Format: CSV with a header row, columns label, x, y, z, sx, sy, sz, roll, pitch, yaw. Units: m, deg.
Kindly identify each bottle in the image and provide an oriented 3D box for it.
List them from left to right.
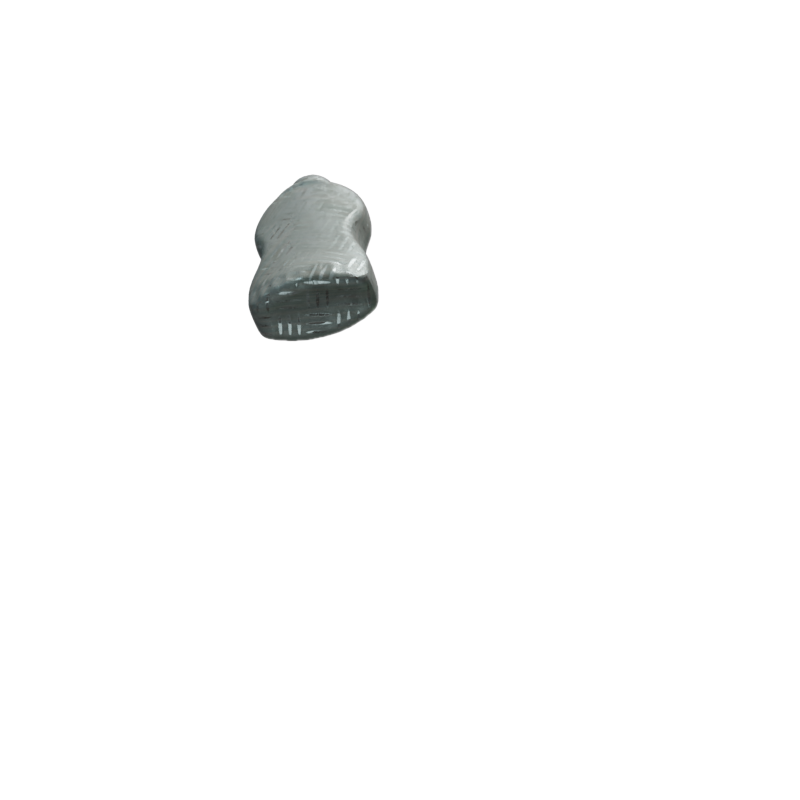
label,x,y,z,sx,sy,sz,roll,pitch,yaw
bottle,-0.071,-0.129,0.900,0.096,0.054,0.205,-16,37,9
